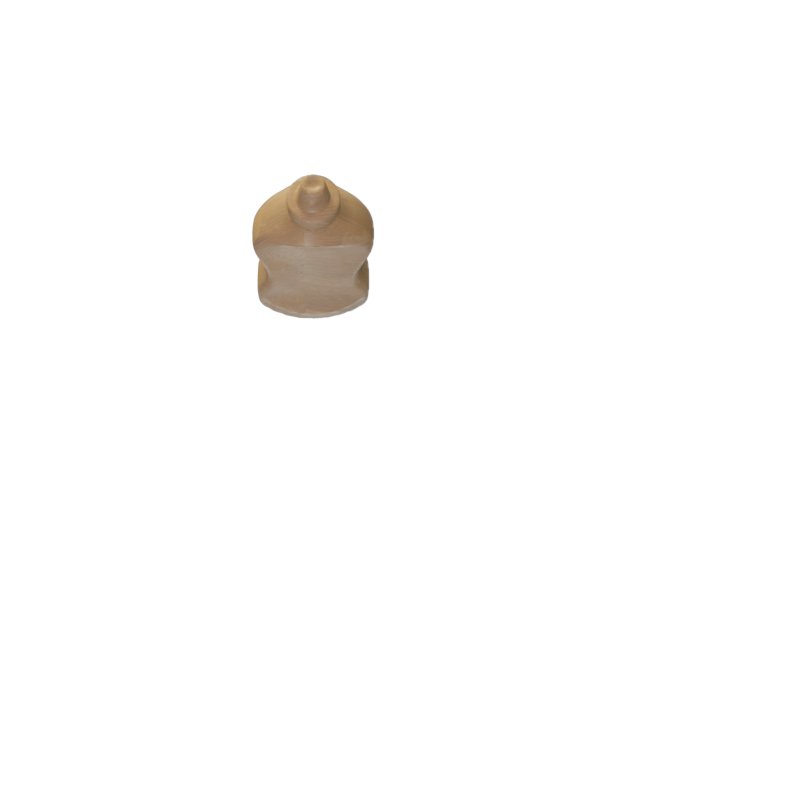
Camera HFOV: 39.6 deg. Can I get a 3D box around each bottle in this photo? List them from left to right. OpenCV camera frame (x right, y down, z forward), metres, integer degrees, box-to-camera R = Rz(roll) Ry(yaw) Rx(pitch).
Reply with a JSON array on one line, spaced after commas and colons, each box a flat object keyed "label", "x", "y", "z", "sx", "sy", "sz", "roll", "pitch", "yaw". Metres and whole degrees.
[{"label": "bottle", "x": -0.070, "y": -0.127, "z": 0.889, "sx": 0.096, "sy": 0.061, "sz": 0.182, "roll": 2, "pitch": -20, "yaw": -3}]
